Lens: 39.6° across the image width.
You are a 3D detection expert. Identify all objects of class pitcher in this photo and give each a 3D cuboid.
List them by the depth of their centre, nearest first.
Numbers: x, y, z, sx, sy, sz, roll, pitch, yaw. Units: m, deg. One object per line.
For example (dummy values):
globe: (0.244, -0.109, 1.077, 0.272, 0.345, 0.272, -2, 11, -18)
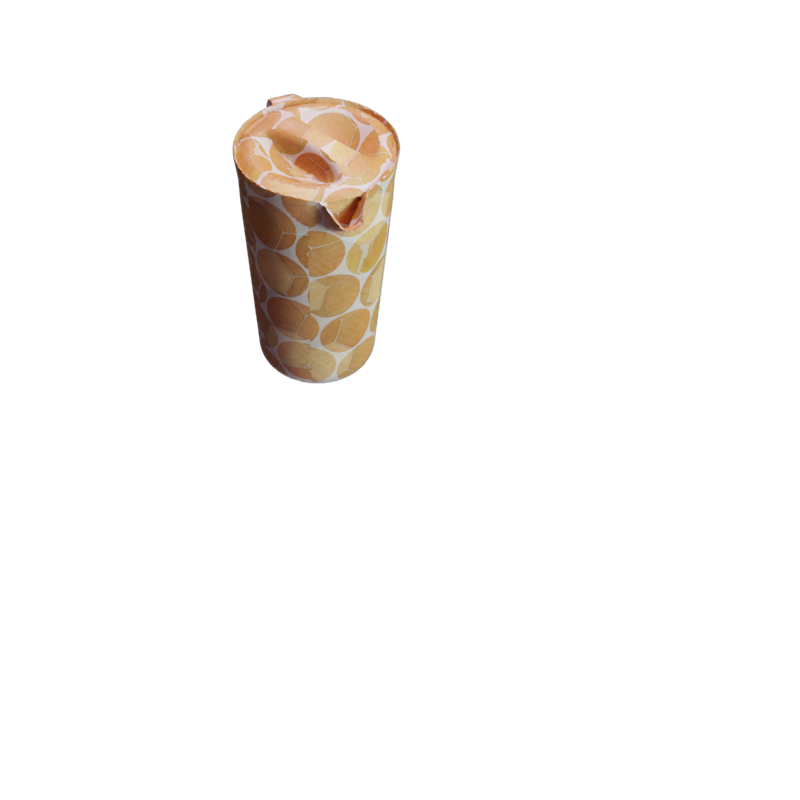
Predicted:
pitcher: (-0.075, -0.137, 0.963, 0.149, 0.226, 0.155, 18, 49, 14)
